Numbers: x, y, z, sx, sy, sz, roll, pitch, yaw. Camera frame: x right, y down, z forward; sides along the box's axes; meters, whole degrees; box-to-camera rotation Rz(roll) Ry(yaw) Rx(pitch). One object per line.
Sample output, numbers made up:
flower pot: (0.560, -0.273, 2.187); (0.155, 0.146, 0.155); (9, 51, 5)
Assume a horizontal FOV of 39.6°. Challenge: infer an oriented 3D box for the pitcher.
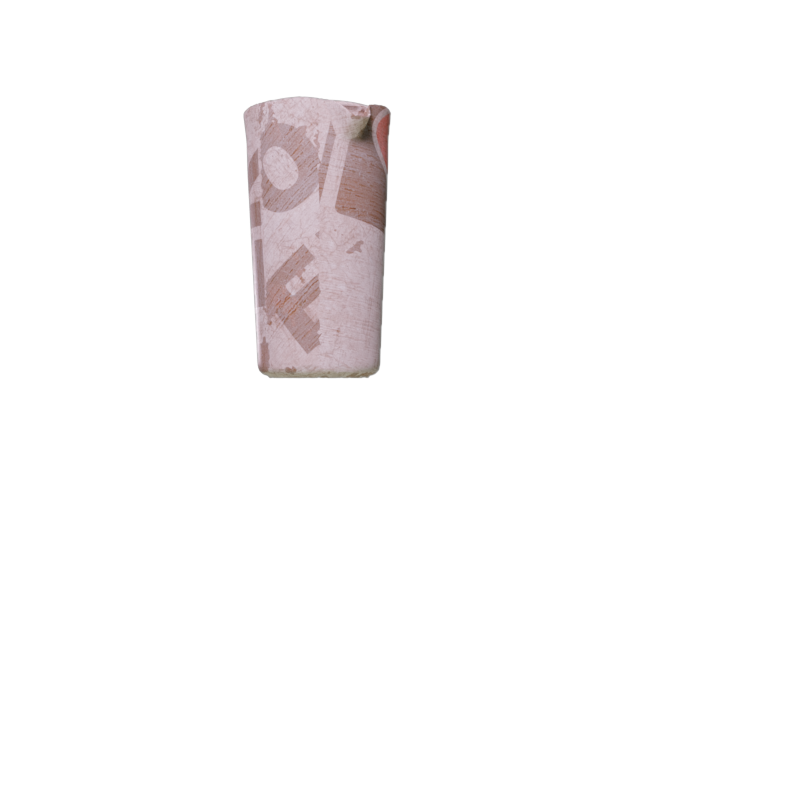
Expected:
pitcher: (-0.078, -0.142, 0.995); (0.148, 0.247, 0.144); (-2, -5, 15)
